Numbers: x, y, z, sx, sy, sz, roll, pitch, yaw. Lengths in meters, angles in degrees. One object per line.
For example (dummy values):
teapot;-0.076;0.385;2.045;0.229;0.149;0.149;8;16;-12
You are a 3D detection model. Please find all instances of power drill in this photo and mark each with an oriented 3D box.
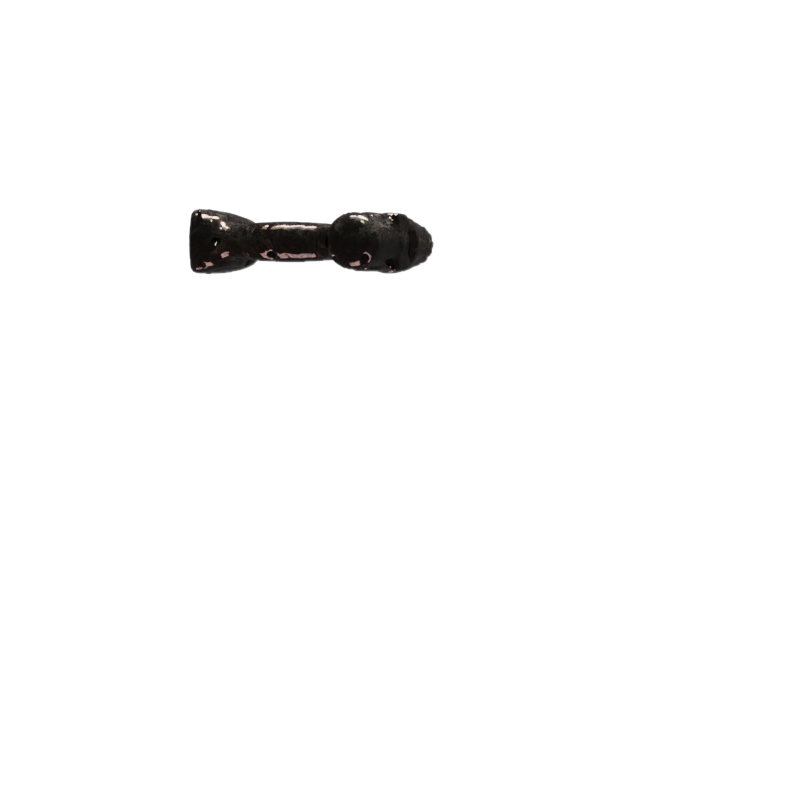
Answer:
power drill;-0.076;-0.139;0.975;0.193;0.057;0.180;2;4;20
